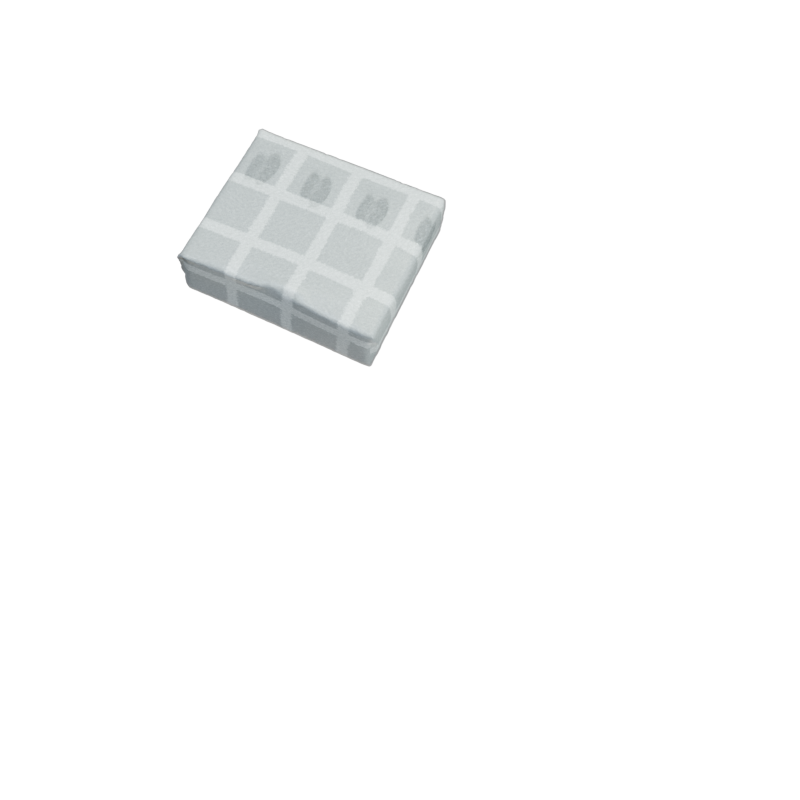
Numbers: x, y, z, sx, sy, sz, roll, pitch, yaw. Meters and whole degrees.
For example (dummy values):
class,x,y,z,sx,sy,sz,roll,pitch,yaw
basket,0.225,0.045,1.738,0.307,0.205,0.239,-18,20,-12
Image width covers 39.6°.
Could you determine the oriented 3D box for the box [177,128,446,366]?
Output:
class,x,y,z,sx,sy,sz,roll,pitch,yaw
box,-0.036,-0.066,0.463,0.092,0.076,0.028,23,-27,12
